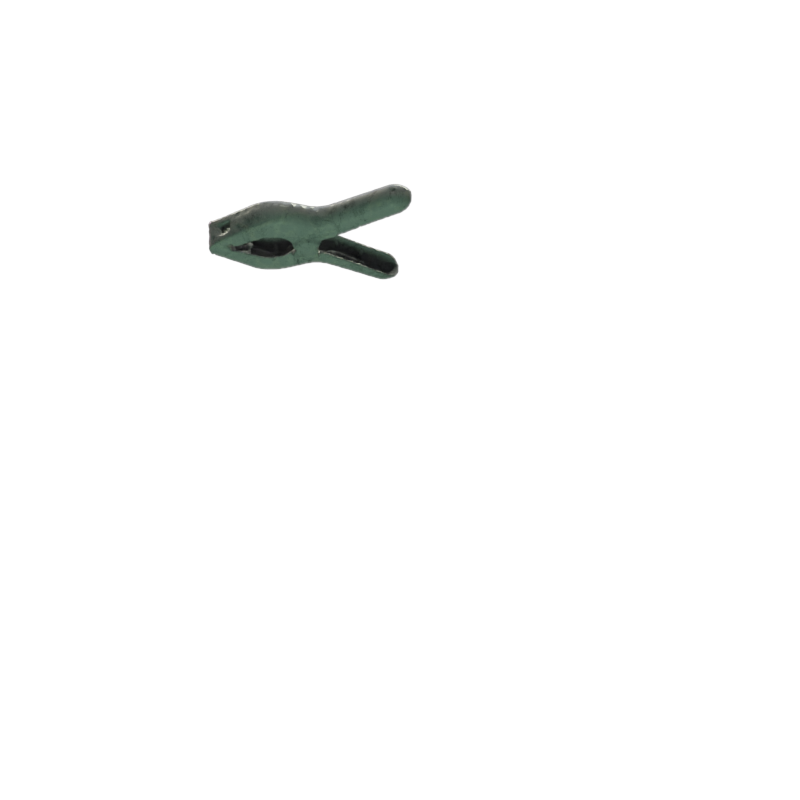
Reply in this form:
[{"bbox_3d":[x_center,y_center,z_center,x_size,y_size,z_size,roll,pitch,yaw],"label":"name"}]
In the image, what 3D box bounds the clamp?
[{"bbox_3d":[-0.074,-0.134,0.940,0.172,0.042,0.111,-3,-35,4],"label":"clamp"}]
